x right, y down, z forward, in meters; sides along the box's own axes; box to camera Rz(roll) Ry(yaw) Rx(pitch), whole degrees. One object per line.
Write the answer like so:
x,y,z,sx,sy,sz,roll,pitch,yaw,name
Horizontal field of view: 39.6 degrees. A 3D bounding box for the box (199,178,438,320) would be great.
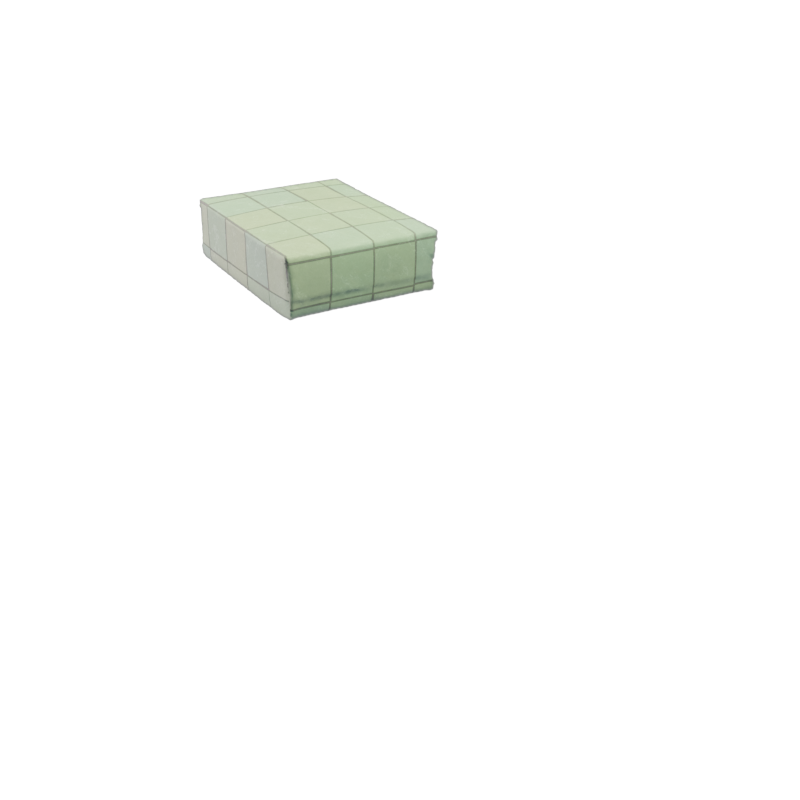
-0.047,-0.086,0.605,0.088,0.037,0.122,-15,31,-26,box
